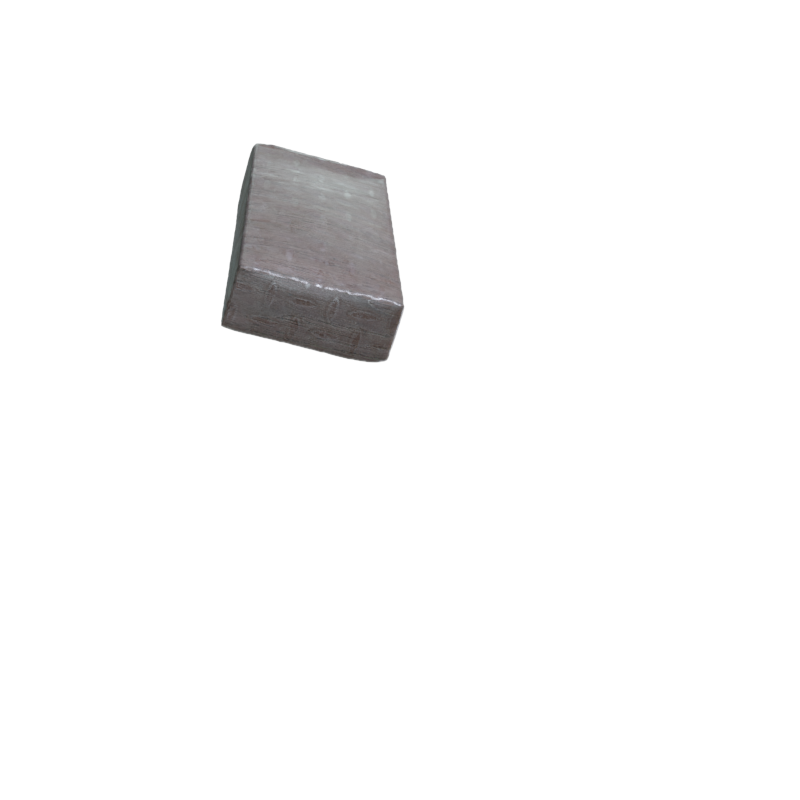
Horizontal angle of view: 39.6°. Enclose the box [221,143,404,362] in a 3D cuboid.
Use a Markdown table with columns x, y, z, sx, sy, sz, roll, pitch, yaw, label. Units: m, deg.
| x | y | z | sx | sy | sz | roll | pitch | yaw | label |
| --- | --- | --- | --- | --- | --- | --- | --- | --- | --- |
| -0.052 | -0.094 | 0.658 | 0.092 | 0.046 | 0.188 | 12 | 33 | -12 | box |
